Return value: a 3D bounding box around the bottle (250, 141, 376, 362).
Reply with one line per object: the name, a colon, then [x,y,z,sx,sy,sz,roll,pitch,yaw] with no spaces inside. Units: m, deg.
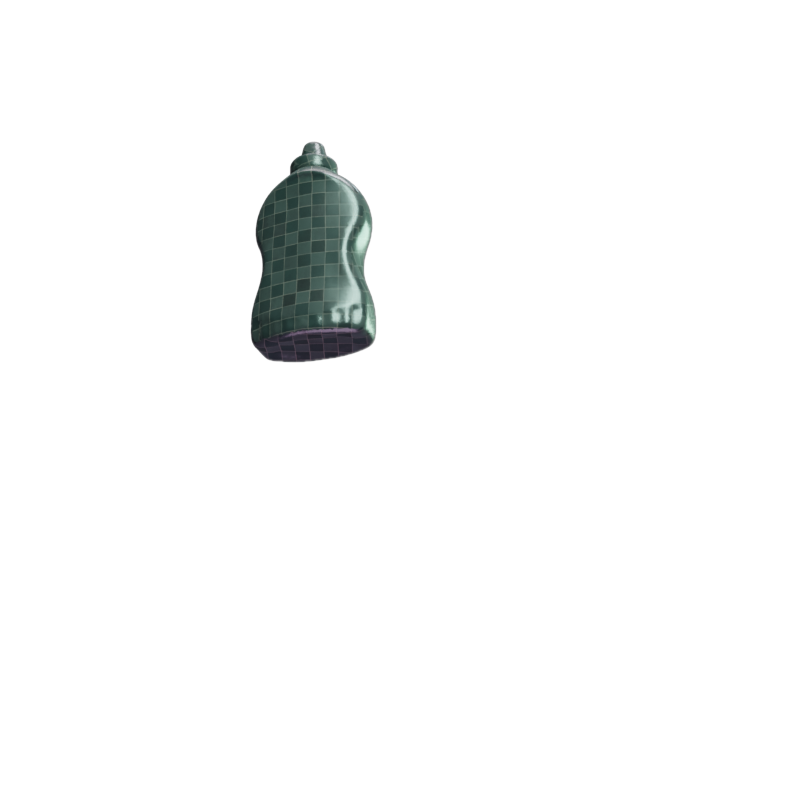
bottle: [-0.071,-0.129,0.906,0.097,0.204,0.054,-11,-30,16]
